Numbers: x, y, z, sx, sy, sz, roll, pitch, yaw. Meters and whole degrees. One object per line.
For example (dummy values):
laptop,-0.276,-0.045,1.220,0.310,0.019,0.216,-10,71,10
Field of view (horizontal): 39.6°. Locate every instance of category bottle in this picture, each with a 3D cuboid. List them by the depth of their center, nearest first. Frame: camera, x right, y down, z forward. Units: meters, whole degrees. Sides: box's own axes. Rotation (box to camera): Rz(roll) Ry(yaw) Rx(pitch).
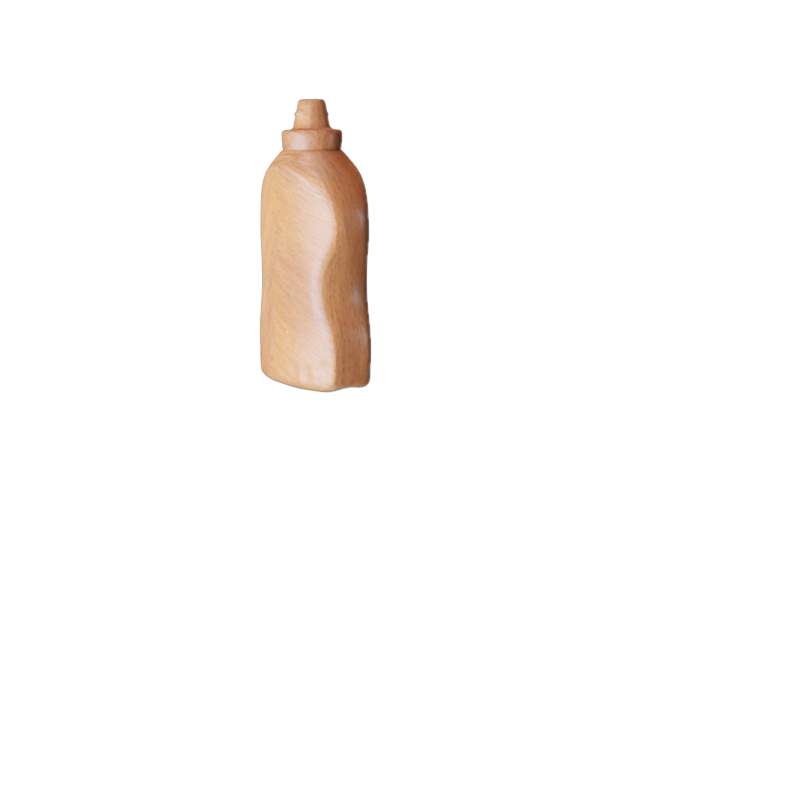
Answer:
bottle,-0.059,-0.107,0.752,0.056,0.189,0.100,-3,8,-34
